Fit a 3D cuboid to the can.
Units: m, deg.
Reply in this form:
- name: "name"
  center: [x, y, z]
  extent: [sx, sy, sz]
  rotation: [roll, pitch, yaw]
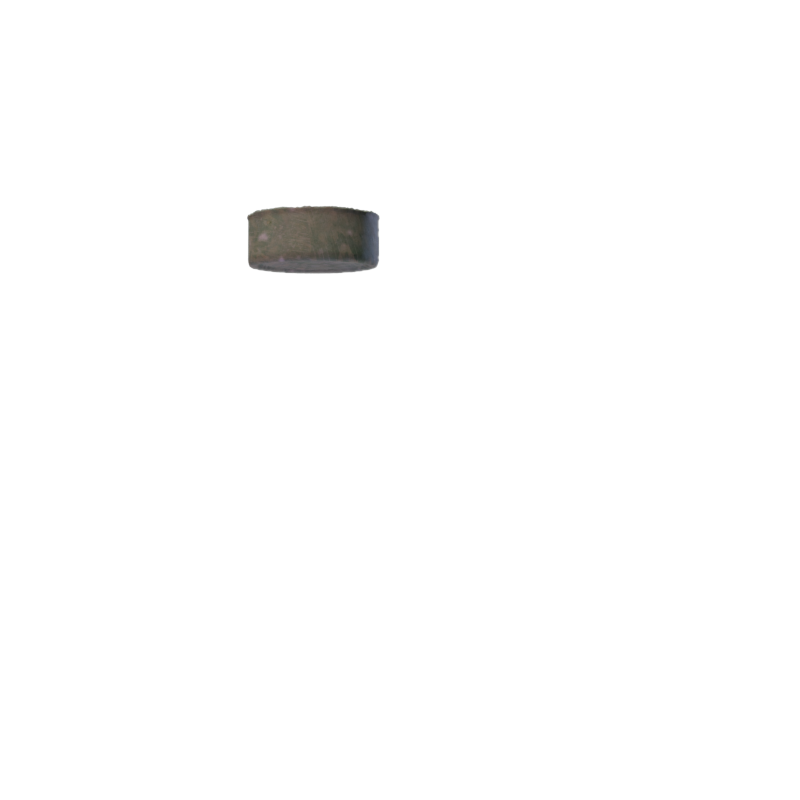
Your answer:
- name: "can"
  center: [-0.056, -0.102, 0.715]
  extent: [0.086, 0.034, 0.085]
  rotation: [0, 0, -2]
